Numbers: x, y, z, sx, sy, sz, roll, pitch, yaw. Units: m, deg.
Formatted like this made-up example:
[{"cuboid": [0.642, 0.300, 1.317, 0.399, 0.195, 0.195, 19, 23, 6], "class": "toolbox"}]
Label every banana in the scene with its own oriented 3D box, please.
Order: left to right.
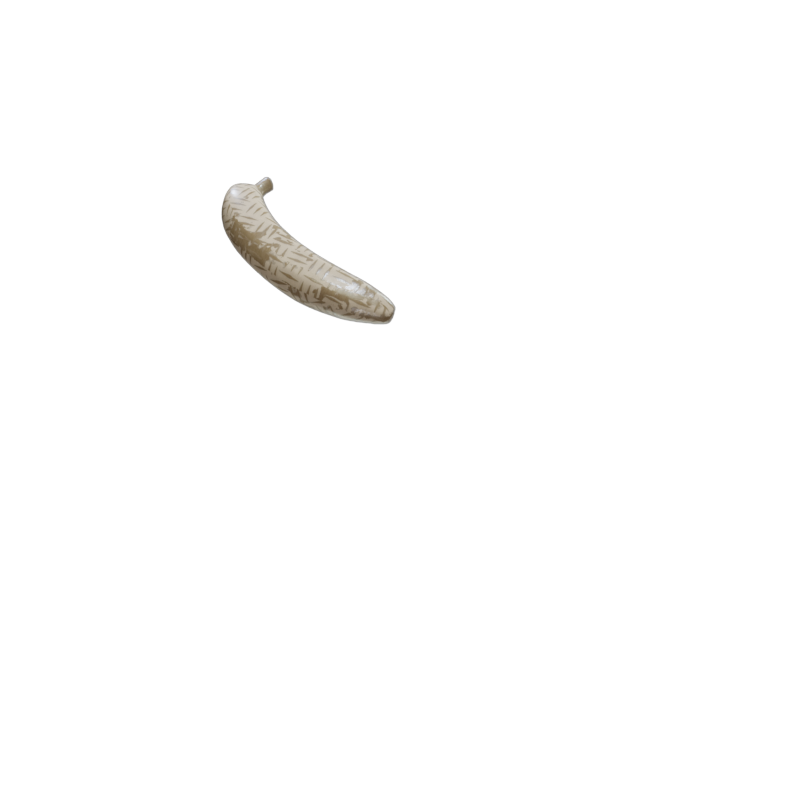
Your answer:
[{"cuboid": [-0.082, -0.113, 0.813, 0.069, 0.034, 0.214, -21, 47, -22], "class": "banana"}]
